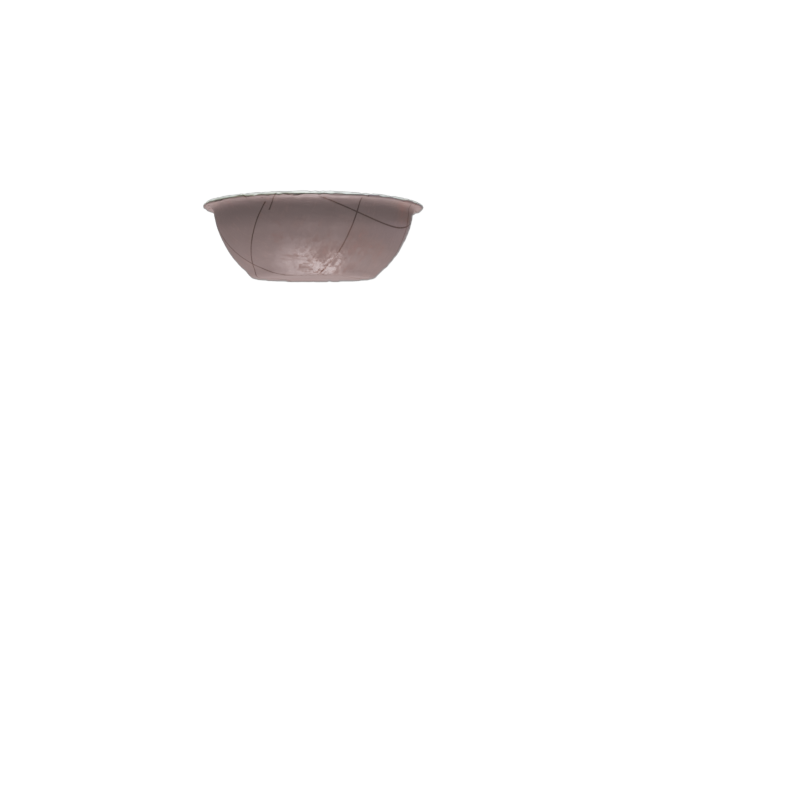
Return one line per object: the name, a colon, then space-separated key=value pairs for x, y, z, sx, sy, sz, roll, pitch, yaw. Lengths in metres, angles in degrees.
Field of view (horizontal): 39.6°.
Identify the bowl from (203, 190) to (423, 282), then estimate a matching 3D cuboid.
bowl: x=-0.064 y=-0.116 z=0.815 sx=0.162 sy=0.055 sz=0.162 roll=0 pitch=2 yaw=-2
